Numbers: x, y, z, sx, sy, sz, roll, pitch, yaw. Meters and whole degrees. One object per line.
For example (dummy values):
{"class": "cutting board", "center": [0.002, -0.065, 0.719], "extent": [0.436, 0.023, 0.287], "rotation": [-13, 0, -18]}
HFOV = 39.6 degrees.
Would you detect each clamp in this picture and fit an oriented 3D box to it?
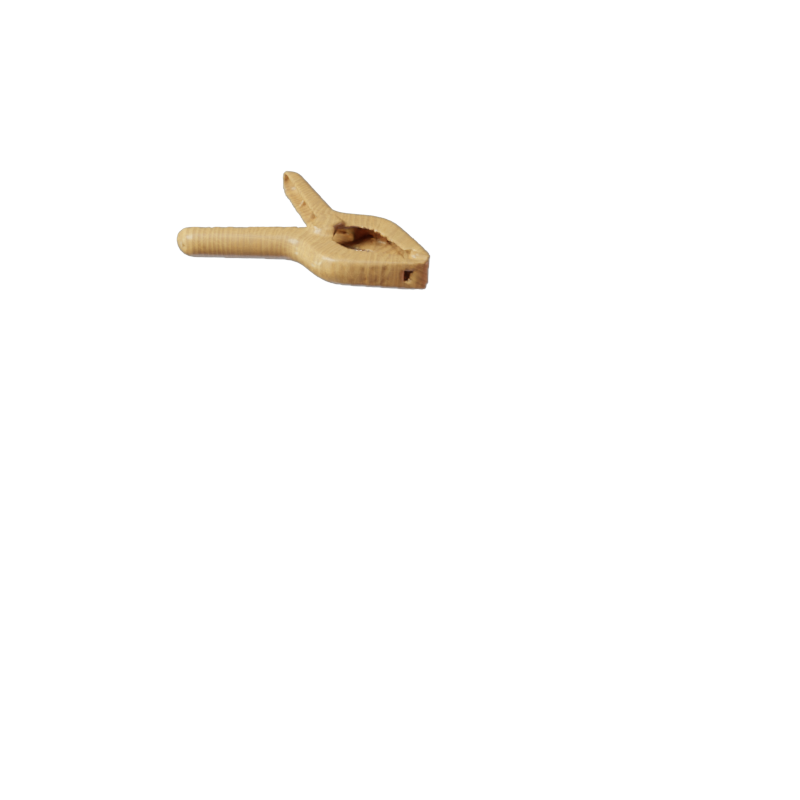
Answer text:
{"class": "clamp", "center": [-0.074, -0.135, 0.946], "extent": [0.223, 0.034, 0.165], "rotation": [26, 42, 32]}
